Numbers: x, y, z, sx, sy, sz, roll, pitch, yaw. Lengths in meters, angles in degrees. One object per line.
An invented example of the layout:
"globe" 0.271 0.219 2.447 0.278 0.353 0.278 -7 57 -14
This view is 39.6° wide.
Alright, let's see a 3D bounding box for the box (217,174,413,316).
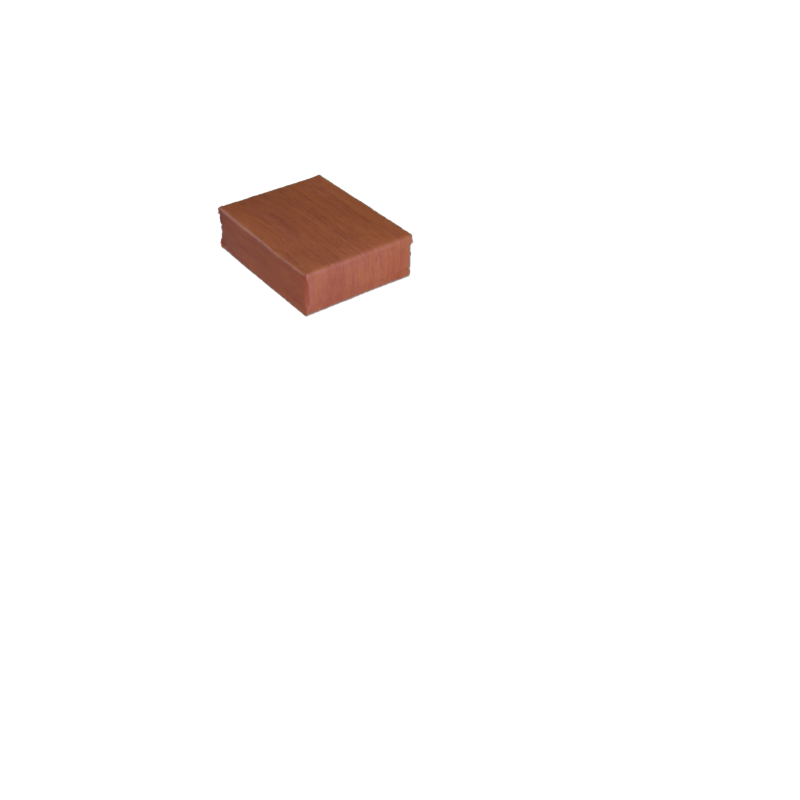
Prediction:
"box" -0.060 -0.110 0.773 0.089 0.036 0.122 -23 40 -30
